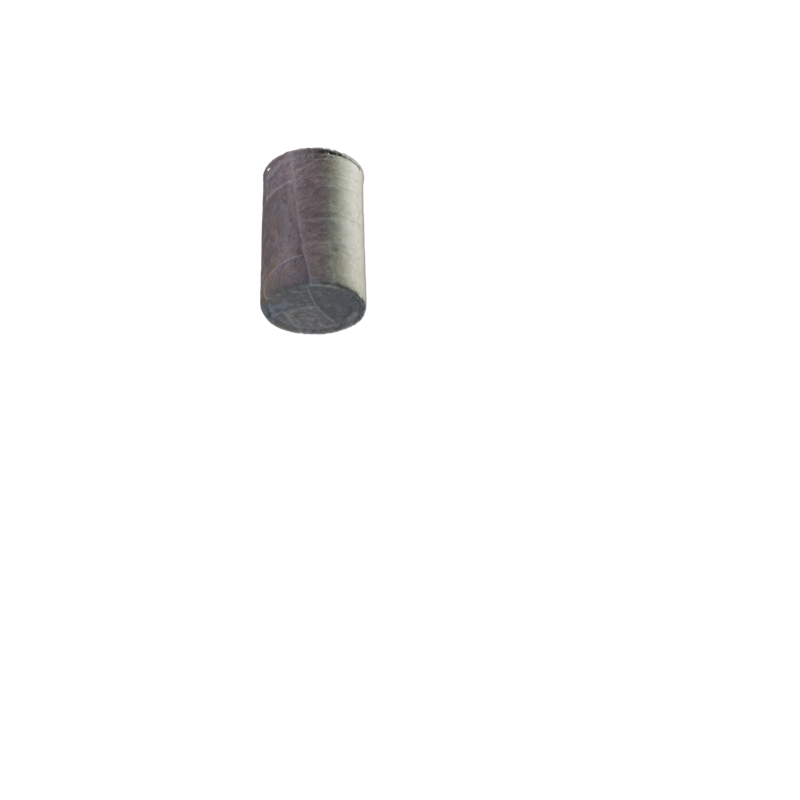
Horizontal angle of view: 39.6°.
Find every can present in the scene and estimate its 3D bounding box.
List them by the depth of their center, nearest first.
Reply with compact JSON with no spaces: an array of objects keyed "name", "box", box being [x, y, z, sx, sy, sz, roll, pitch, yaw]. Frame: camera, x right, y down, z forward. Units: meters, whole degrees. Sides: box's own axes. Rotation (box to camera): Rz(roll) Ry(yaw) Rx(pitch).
[{"name":"can","box":[-0.056,-0.102,0.714,0.068,0.109,0.064,0,-29,-2]}]
